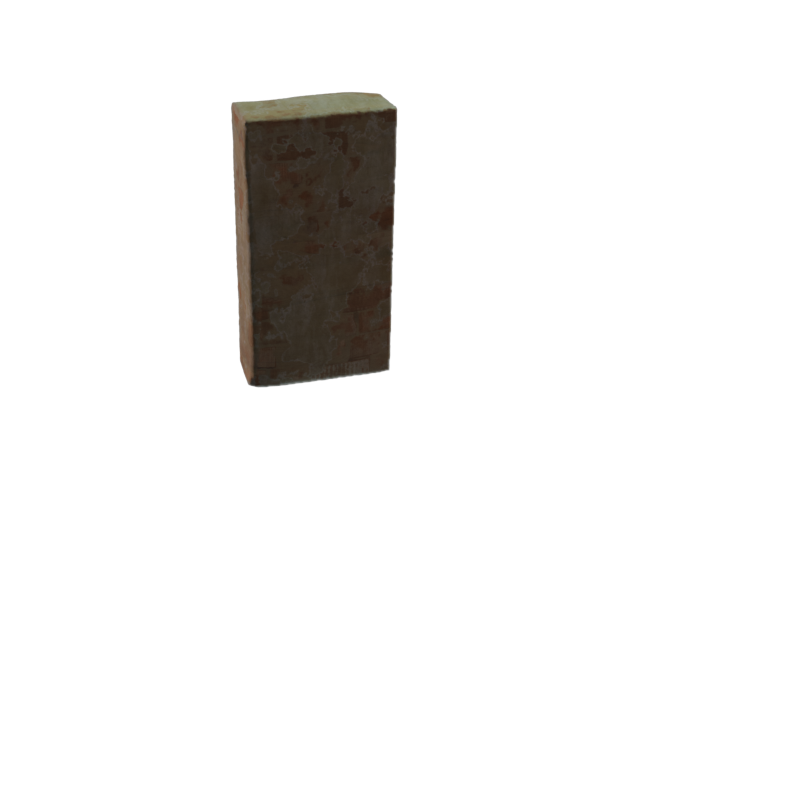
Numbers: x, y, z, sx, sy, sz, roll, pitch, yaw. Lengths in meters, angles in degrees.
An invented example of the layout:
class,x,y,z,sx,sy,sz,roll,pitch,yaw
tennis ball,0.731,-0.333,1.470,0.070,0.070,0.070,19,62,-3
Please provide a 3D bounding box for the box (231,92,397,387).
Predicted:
class,x,y,z,sx,sy,sz,roll,pitch,yaw
box,-0.053,-0.097,0.676,0.092,0.167,0.051,-6,25,-16
